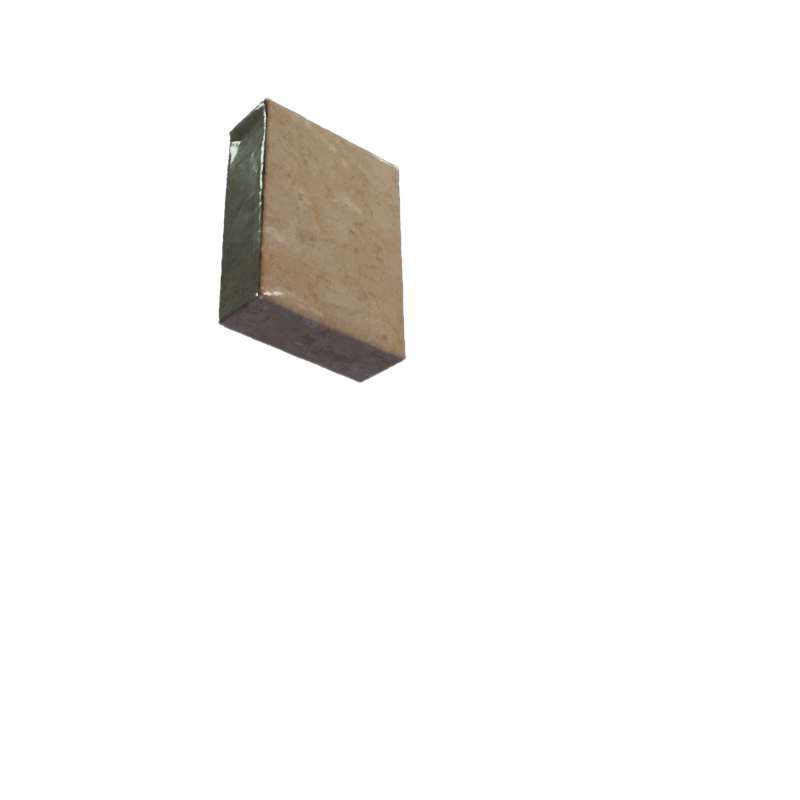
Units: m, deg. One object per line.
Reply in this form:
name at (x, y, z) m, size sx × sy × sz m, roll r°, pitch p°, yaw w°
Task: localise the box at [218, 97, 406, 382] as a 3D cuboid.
box at (-0.078, -0.143, 1.000) m, size 0.155 × 0.228 × 0.071 m, roll 22°, pitch -39°, yaw -34°
